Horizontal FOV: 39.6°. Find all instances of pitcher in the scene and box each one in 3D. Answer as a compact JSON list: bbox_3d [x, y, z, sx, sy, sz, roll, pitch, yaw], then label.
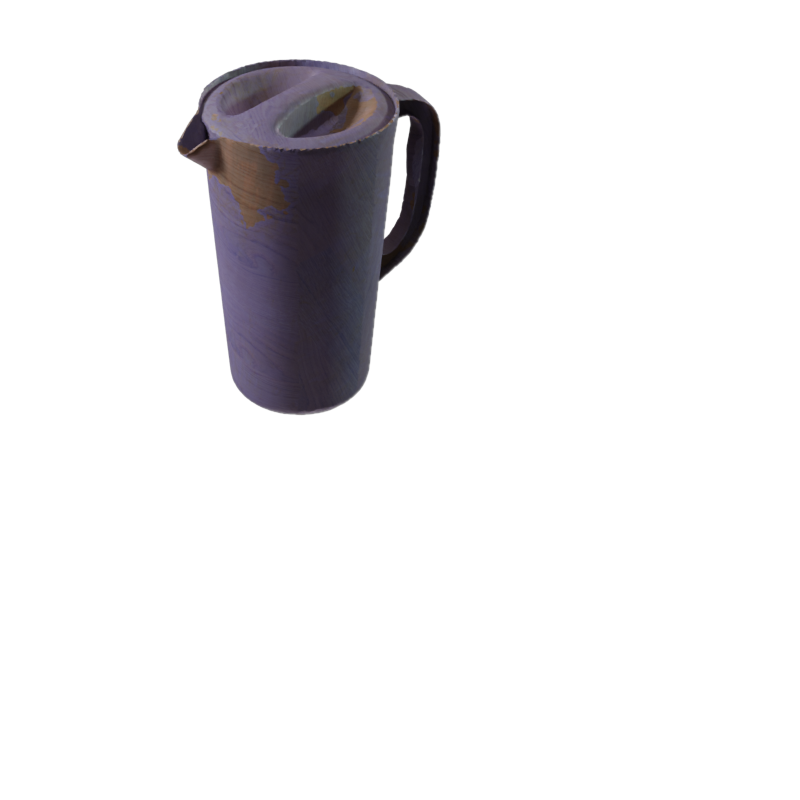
[{"bbox_3d":[-0.062,-0.114,0.797,0.153,0.227,0.151,13,39,13],"label":"pitcher"}]
